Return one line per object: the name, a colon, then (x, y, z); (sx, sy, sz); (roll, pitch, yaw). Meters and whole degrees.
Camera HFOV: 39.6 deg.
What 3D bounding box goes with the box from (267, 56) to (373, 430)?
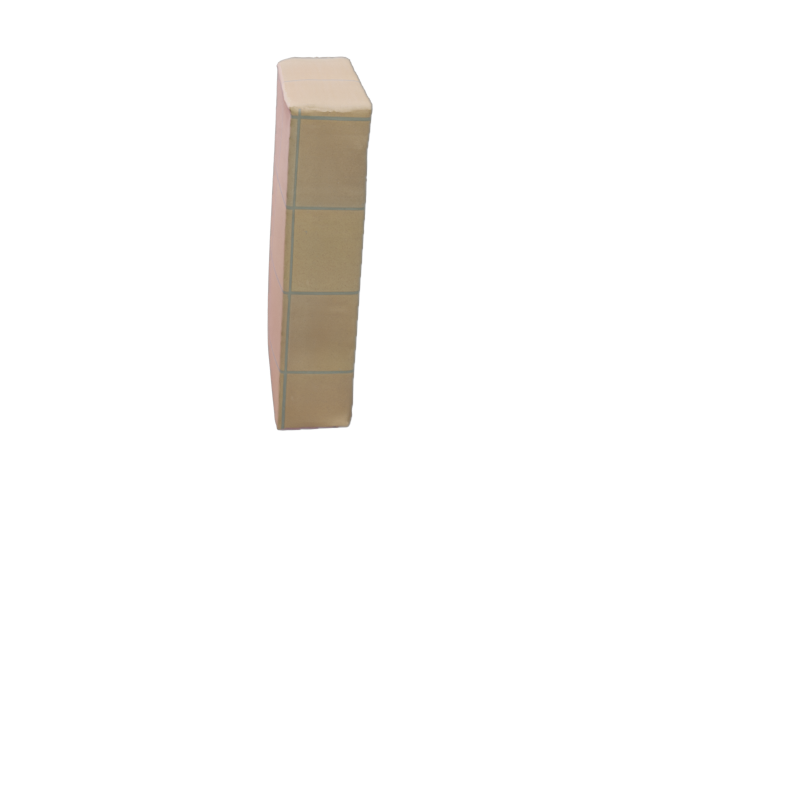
box: (-0.046, -0.083, 0.578); (0.048, 0.167, 0.099); (-2, 26, -8)
